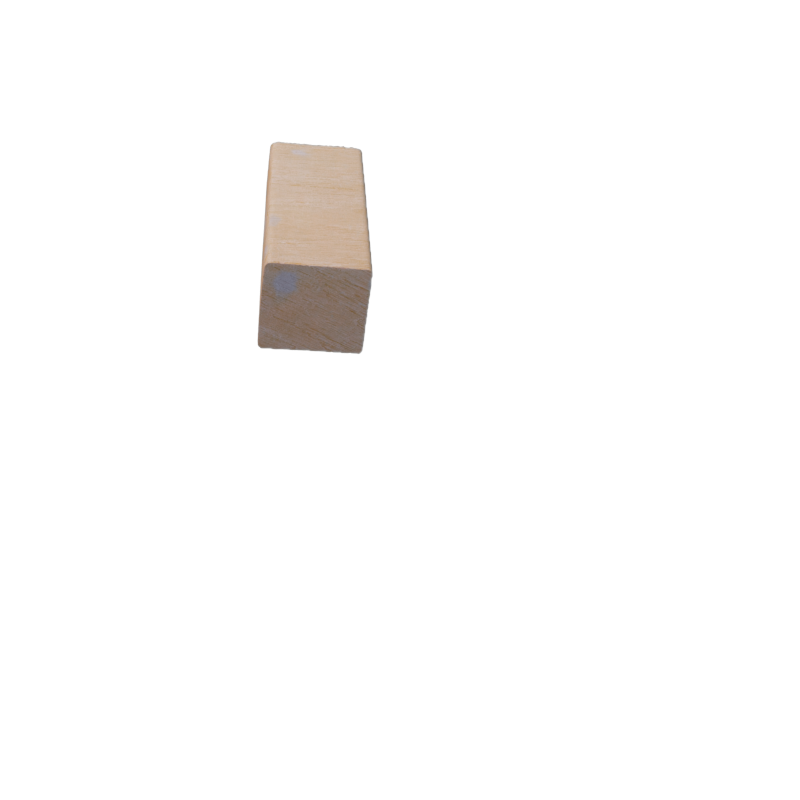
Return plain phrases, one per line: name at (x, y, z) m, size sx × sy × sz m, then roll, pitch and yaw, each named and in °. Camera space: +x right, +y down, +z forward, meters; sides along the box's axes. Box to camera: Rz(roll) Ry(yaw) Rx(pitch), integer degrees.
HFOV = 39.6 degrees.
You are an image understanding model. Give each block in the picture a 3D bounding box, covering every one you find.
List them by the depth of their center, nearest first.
block at (-0.078, -0.143, 0.999) m, size 0.090 × 0.085 × 0.221 m, roll 3°, pitch 38°, yaw -6°
